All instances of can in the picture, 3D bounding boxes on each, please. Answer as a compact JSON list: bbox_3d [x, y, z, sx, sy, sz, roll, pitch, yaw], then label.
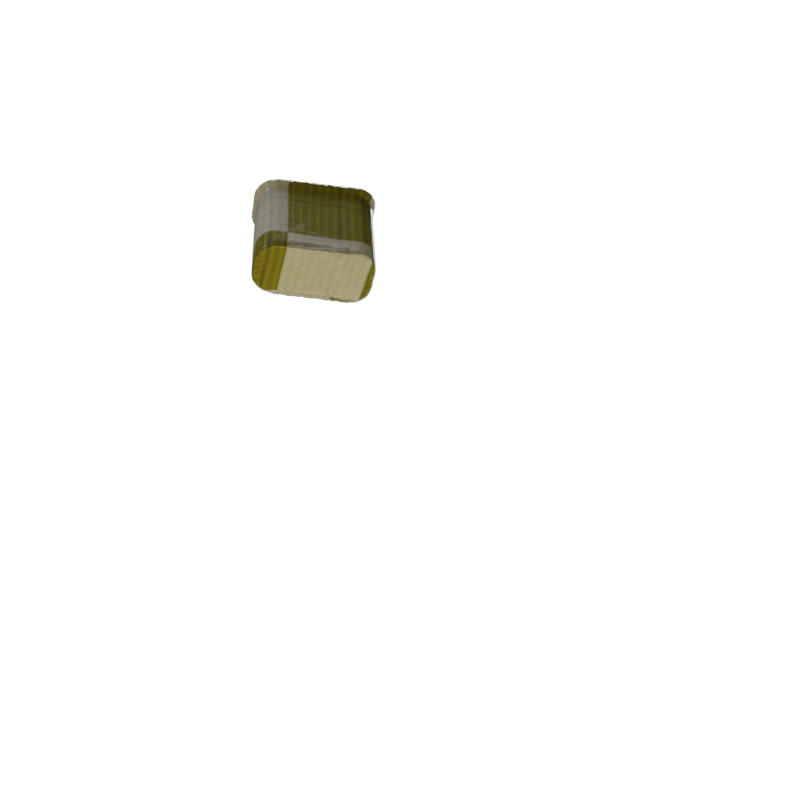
[{"bbox_3d":[-0.071,-0.128,0.899,0.101,0.054,0.090,6,44,-7],"label":"can"}]
